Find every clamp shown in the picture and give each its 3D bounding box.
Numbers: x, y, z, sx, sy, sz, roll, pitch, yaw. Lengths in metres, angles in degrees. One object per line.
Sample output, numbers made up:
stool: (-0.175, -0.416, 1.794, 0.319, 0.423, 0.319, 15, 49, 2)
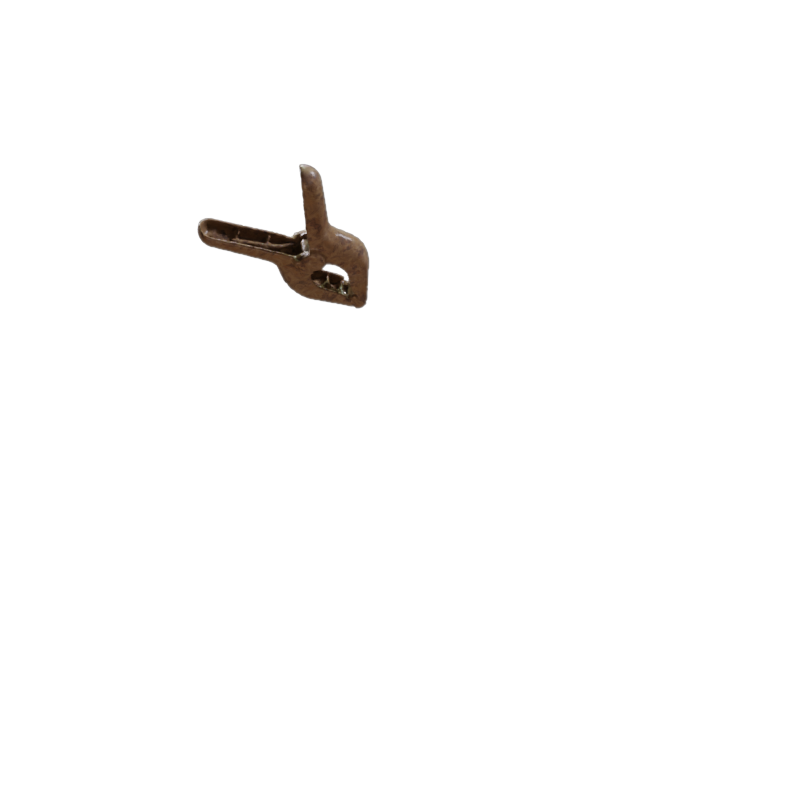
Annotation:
clamp: (-0.074, -0.136, 0.951, 0.120, 0.042, 0.160, -26, -39, 36)
